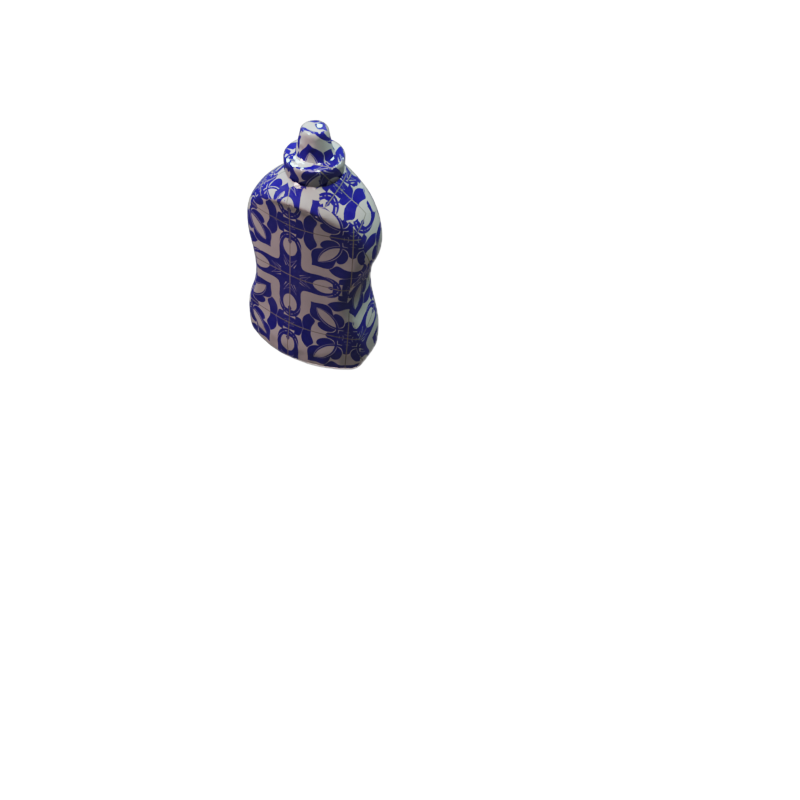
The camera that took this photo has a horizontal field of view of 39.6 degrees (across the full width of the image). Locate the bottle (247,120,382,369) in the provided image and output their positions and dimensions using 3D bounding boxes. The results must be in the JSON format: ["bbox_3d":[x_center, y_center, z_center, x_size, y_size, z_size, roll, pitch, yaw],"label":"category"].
[{"bbox_3d":[-0.060,-0.110,0.772,0.100,0.179,0.060,24,48,20],"label":"bottle"}]
